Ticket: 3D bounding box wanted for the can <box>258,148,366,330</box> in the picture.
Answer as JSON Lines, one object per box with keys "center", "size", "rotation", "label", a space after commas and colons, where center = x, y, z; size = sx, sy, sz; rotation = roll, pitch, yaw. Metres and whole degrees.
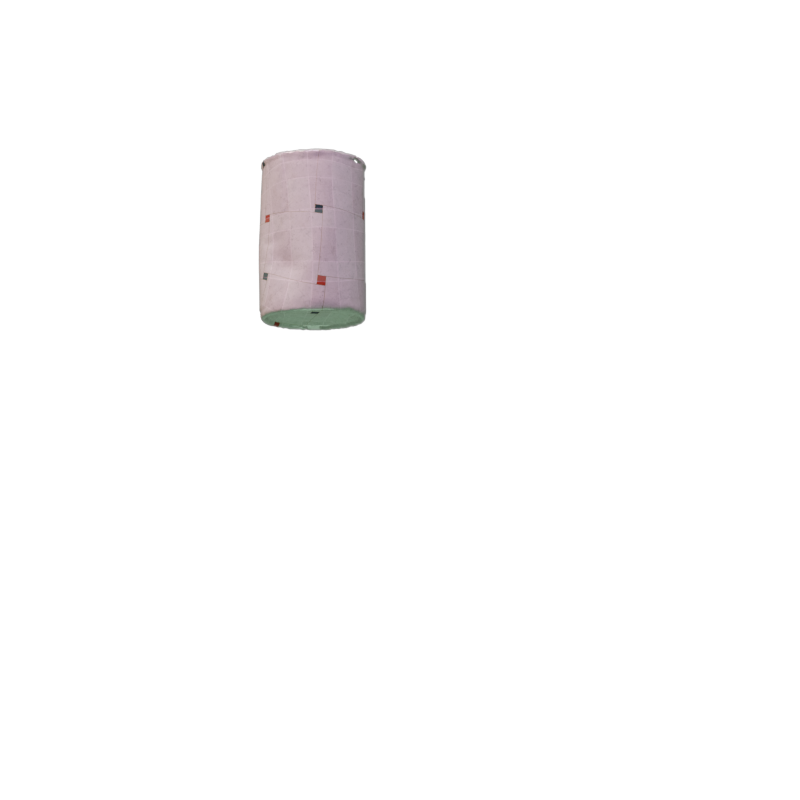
{"center": [-0.055, -0.100, 0.702], "size": [0.068, 0.106, 0.066], "rotation": [0, -13, -2], "label": "can"}
